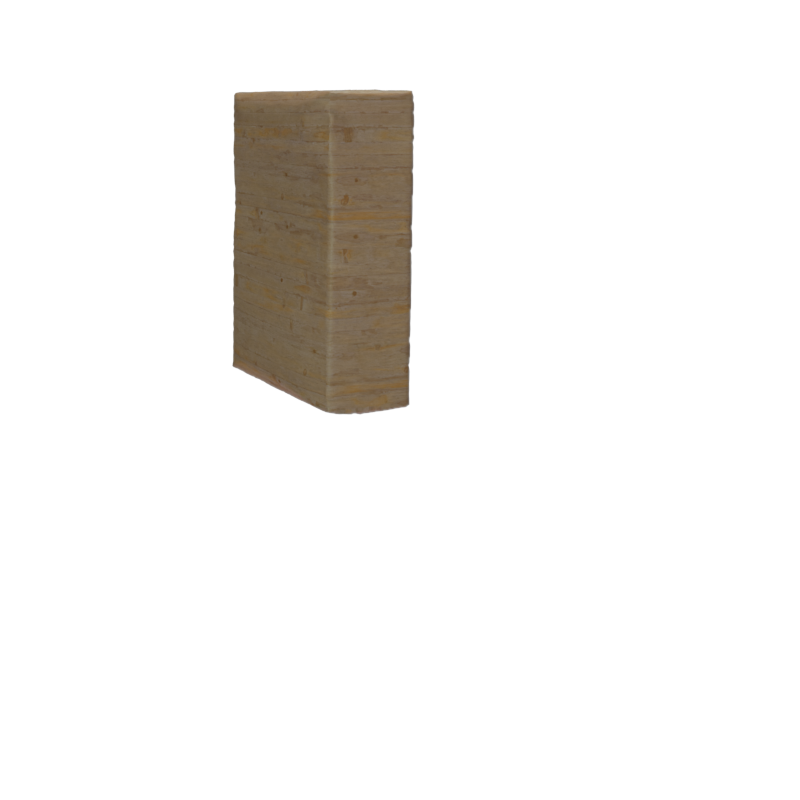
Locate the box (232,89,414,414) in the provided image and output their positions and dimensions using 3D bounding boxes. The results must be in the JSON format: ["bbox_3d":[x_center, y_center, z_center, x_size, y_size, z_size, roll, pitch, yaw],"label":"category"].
[{"bbox_3d":[-0.062,-0.113,0.789,0.070,0.210,0.172,-4,11,-29],"label":"box"}]
